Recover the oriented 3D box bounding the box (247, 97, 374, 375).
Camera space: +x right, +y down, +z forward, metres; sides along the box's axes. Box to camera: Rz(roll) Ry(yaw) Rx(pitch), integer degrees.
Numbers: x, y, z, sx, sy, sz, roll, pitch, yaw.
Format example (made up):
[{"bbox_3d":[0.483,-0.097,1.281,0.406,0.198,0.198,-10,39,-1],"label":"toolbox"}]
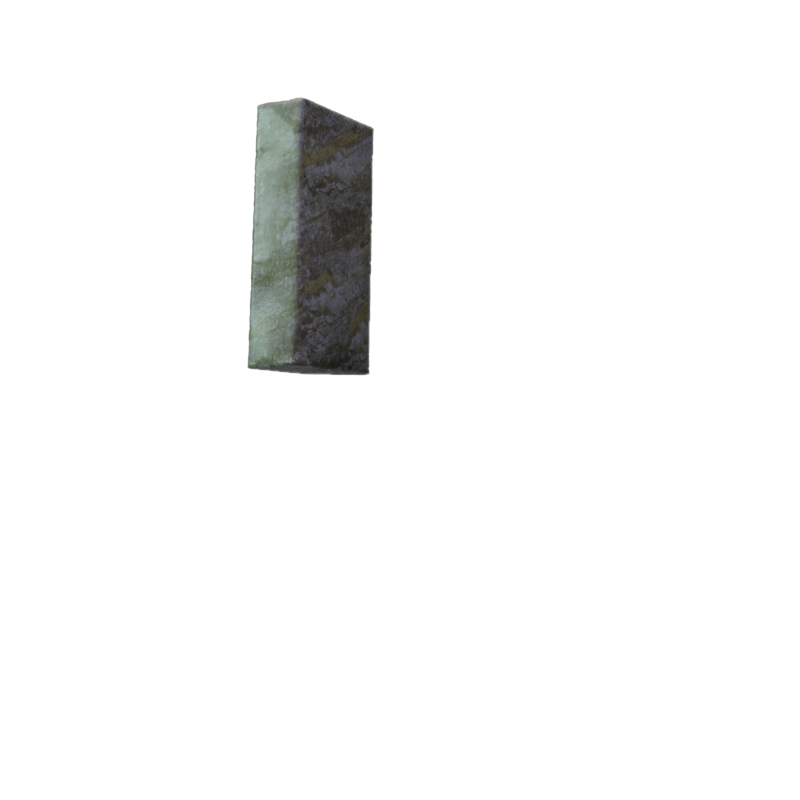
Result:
[{"bbox_3d":[-0.059,-0.107,0.751,0.049,0.181,0.089,-7,-11,31],"label":"box"}]
